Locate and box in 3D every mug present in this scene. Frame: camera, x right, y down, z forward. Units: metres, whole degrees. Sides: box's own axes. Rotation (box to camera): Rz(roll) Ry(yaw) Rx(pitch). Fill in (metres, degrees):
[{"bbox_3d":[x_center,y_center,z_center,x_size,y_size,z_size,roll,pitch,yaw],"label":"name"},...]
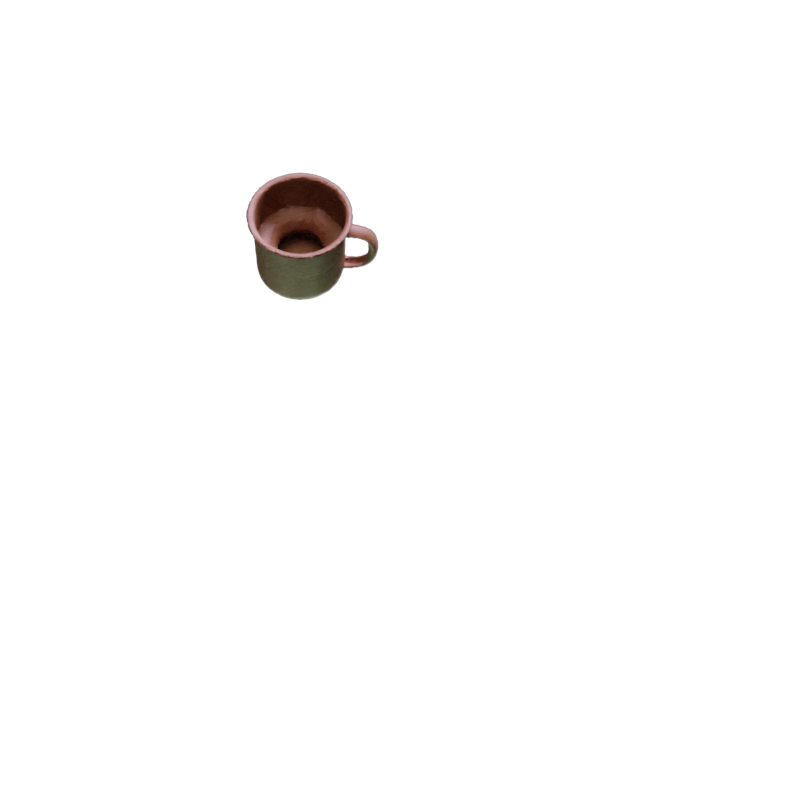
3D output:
[{"bbox_3d":[-0.078,-0.143,0.998,0.117,0.099,0.076,5,-31,2],"label":"mug"}]
